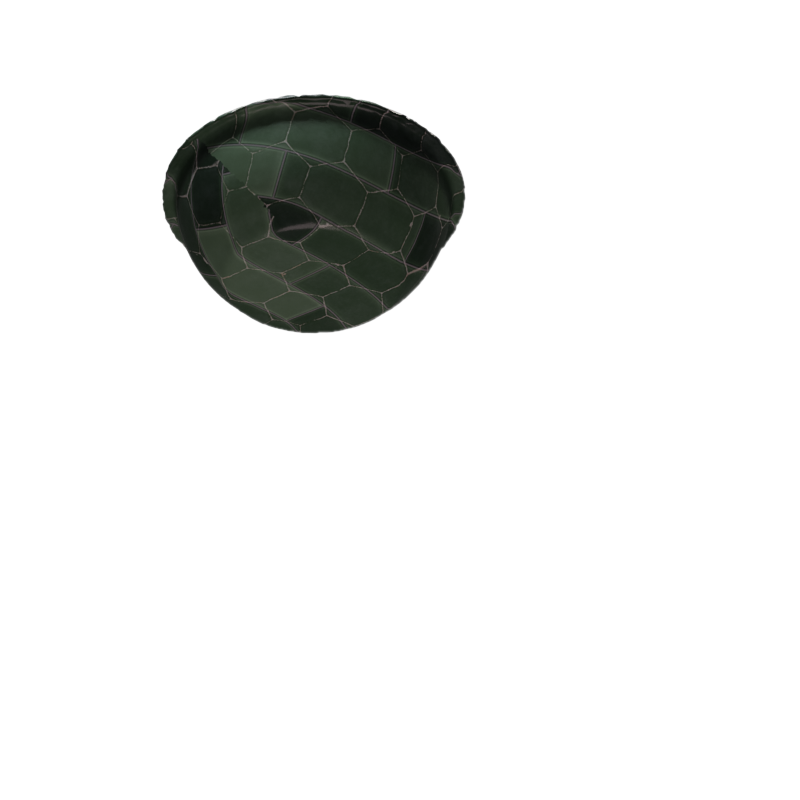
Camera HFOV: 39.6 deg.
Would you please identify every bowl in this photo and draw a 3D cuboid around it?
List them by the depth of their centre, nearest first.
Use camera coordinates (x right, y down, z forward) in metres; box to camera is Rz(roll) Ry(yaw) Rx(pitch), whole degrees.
[{"bbox_3d":[-0.045,-0.082,0.577,0.162,0.059,0.151,1,-34,-2],"label":"bowl"}]
